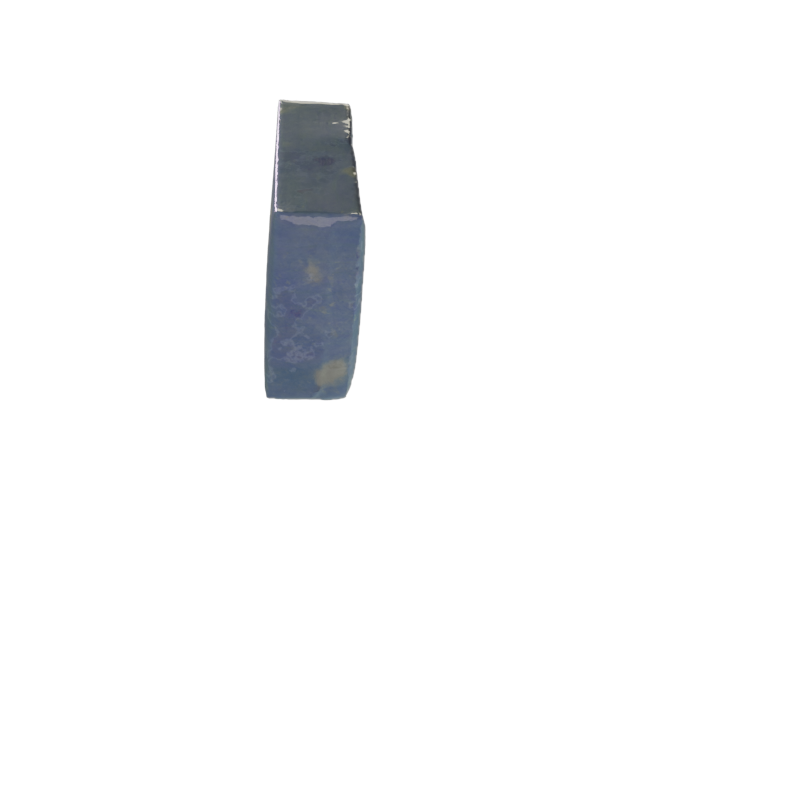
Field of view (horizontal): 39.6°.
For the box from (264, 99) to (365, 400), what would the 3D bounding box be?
[{"bbox_3d":[-0.070,-0.128,0.897,0.071,0.155,0.228,2,33,-6],"label":"box"}]
